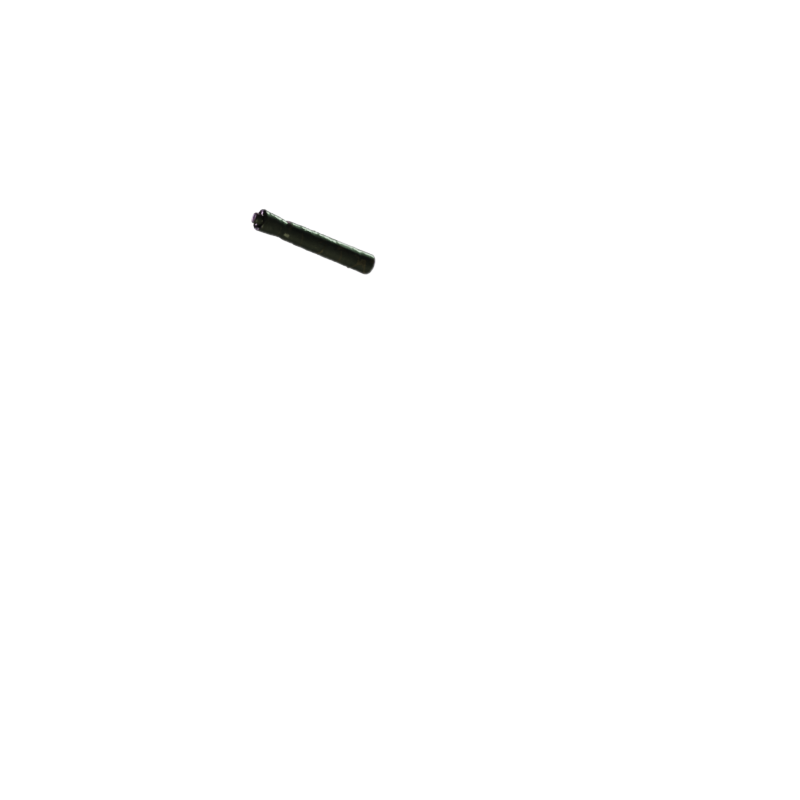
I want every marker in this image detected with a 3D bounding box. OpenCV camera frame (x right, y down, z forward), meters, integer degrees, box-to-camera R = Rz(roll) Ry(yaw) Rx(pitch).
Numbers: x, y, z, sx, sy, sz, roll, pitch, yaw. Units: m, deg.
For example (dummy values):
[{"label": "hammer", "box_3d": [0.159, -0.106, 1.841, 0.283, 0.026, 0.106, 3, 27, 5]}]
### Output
[{"label": "marker", "box_3d": [-0.073, -0.134, 0.936, 0.114, 0.020, 0.020, 19, -7, -31]}]
